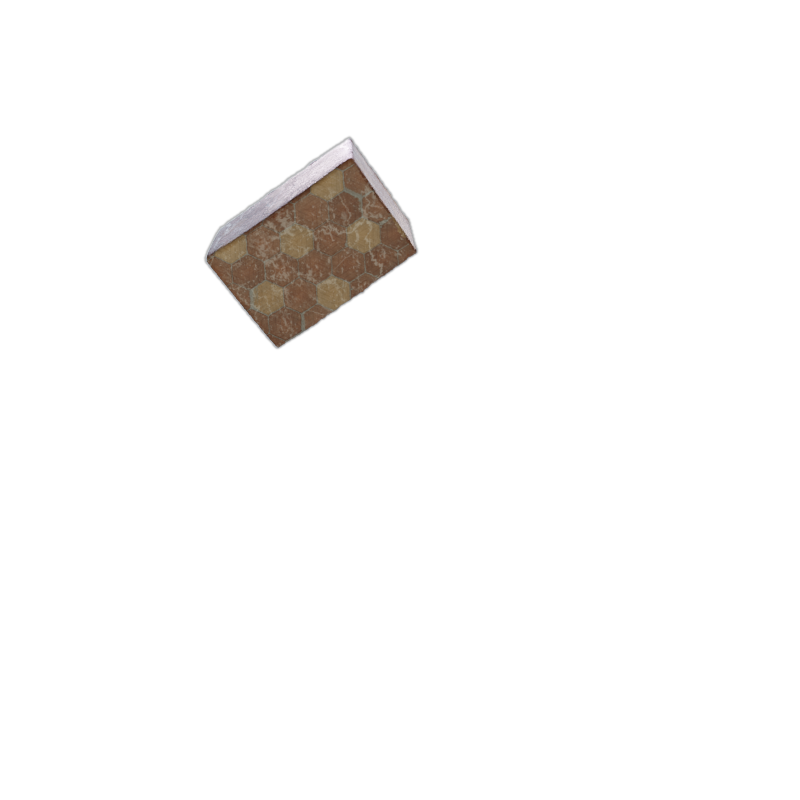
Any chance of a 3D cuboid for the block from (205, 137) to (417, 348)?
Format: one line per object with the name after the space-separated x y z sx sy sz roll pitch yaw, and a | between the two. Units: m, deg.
-0.039 -0.071 0.495 0.078 0.051 0.053 -33 17 9 | block
